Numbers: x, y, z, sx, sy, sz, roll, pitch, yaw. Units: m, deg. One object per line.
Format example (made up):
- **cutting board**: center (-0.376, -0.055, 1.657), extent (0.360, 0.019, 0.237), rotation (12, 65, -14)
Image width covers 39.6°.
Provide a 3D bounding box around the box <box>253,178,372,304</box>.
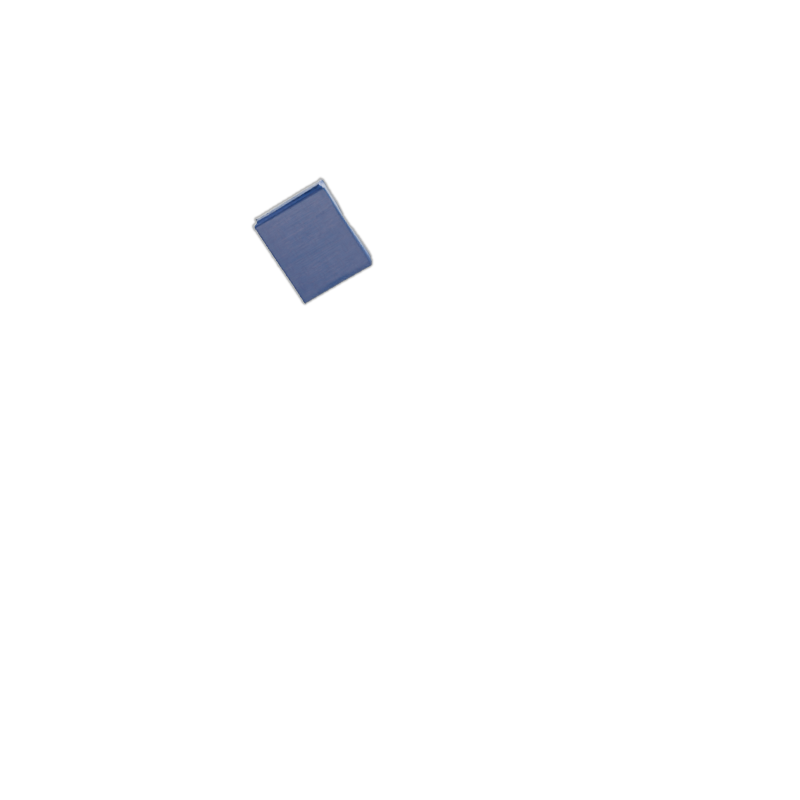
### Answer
- **box**: center (-0.078, -0.142, 0.996), extent (0.073, 0.086, 0.031), rotation (-30, 16, 9)
